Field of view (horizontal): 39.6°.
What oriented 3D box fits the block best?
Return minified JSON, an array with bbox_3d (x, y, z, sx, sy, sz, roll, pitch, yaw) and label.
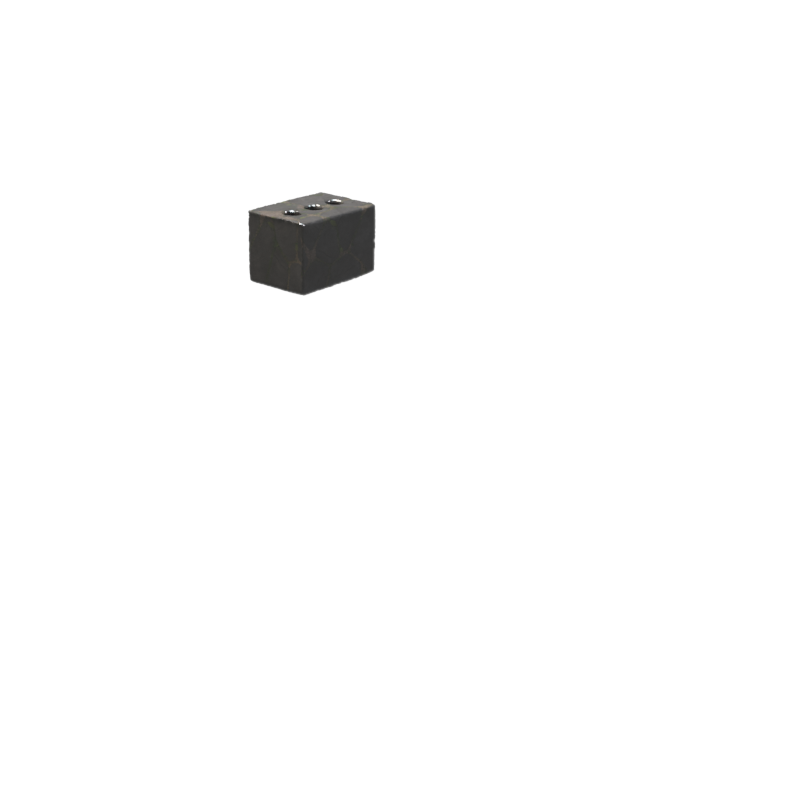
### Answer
[{"bbox_3d":[-0.060,-0.110,0.772,0.056,0.049,0.077,16,26,36],"label":"block"}]
